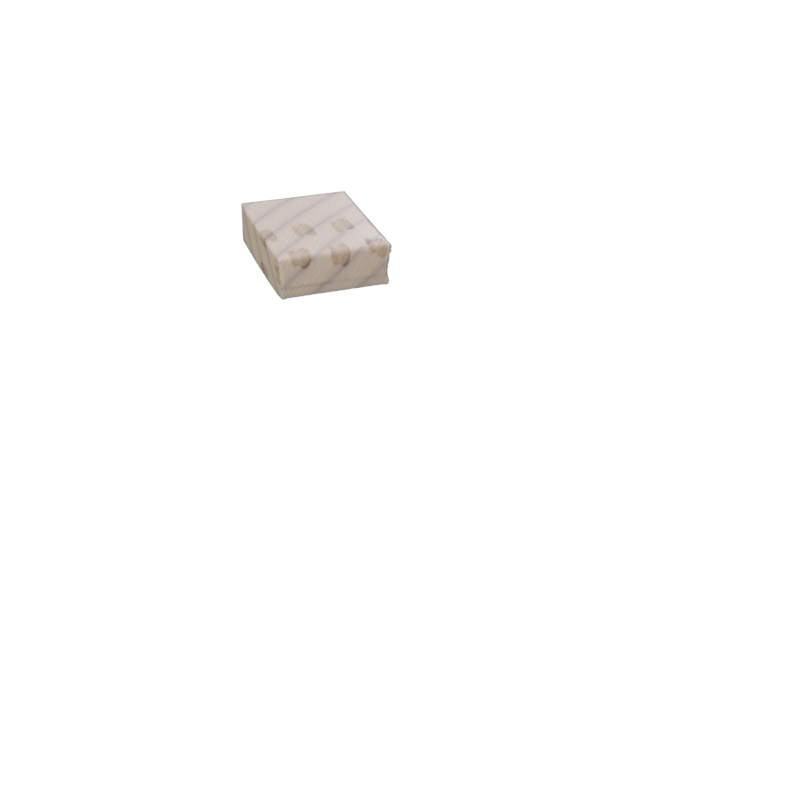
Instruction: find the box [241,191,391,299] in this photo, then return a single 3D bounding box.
[{"bbox_3d":[-0.068,-0.124,0.869,0.088,0.037,0.122,-11,35,-17],"label":"box"}]
